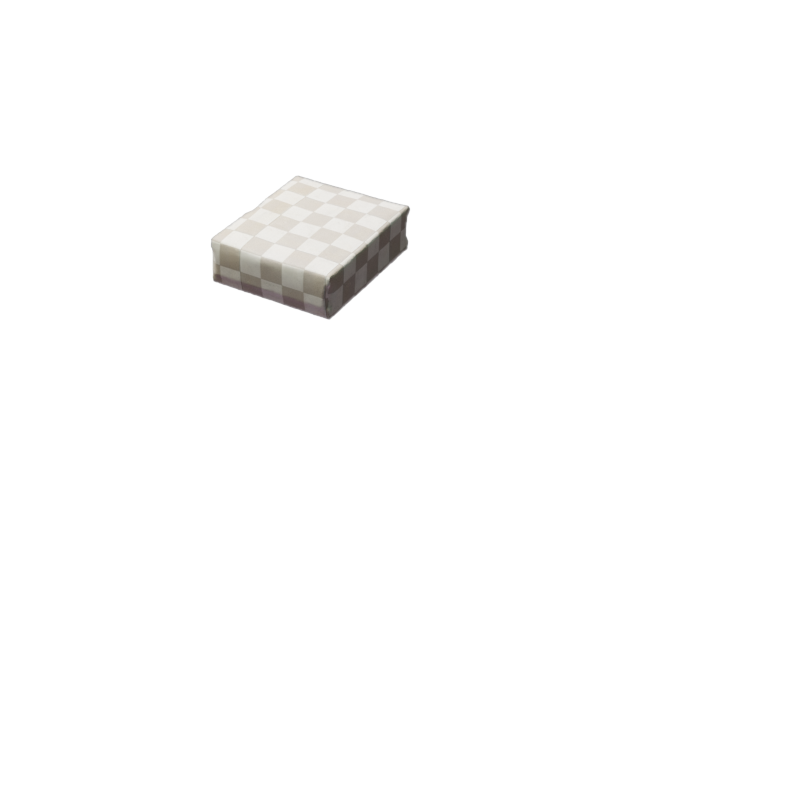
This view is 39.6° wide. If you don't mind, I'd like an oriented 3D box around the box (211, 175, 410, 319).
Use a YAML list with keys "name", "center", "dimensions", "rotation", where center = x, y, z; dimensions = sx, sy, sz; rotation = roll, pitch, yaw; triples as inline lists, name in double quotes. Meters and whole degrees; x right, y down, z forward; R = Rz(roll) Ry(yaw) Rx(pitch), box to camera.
- name: "box"
  center: [-0.046, -0.085, 0.593]
  dimensions: [0.076, 0.028, 0.091]
  rotation: [18, 39, 23]
